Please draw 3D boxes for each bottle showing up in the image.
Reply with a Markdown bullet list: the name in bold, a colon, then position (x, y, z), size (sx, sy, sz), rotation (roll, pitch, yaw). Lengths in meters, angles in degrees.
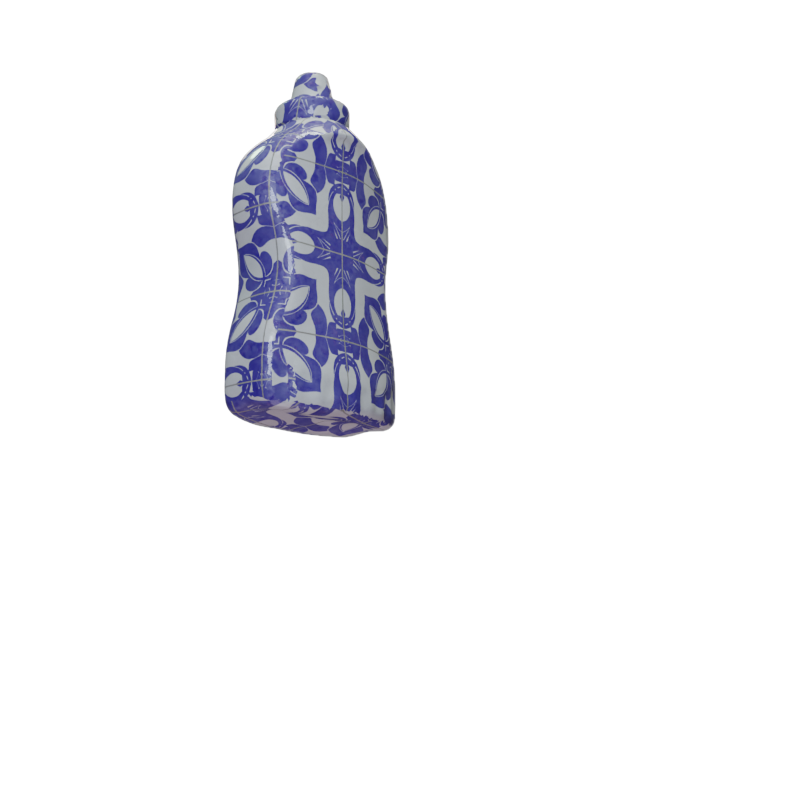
- **bottle**: position (-0.046, -0.082, 0.577), size (0.059, 0.200, 0.090), rotation (-18, -24, 40)
